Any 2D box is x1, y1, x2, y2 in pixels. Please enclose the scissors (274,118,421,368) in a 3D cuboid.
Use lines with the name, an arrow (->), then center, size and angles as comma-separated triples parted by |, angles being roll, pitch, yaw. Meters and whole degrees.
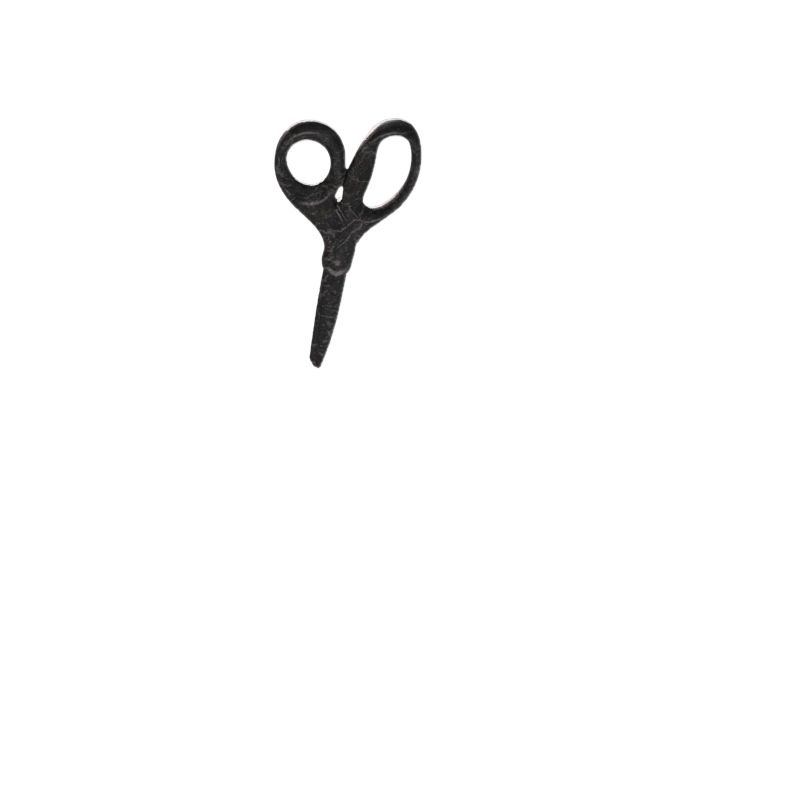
scissors -> -0.055, -0.100, 0.700 | 0.093, 0.194, 0.017 | 20, 38, -17
